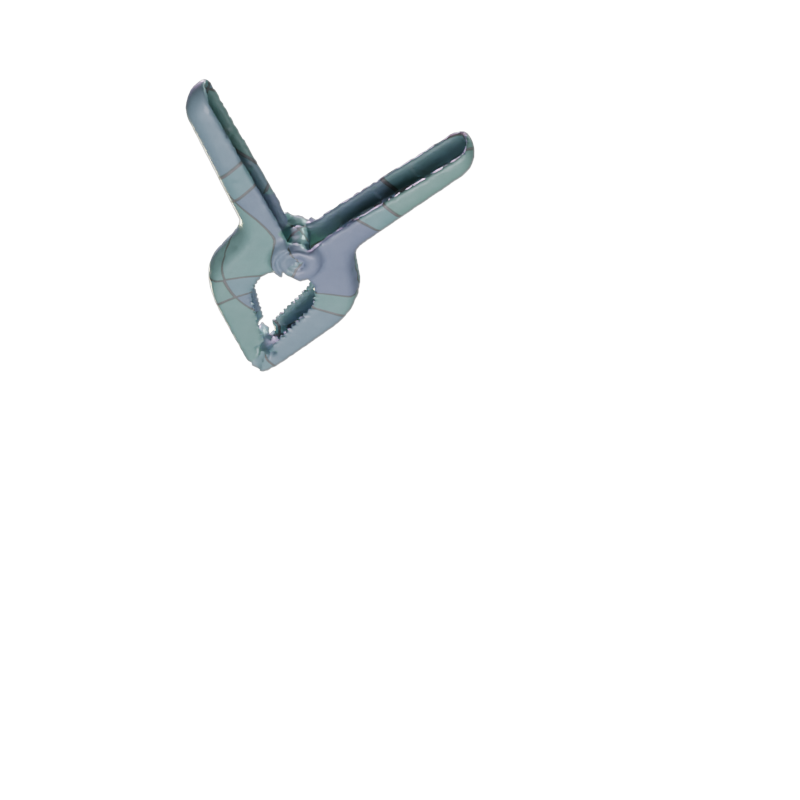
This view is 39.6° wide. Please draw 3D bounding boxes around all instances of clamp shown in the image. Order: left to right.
[{"bbox_3d":[-0.053,-0.096,0.674,0.163,0.039,0.197,7,-46,-7],"label":"clamp"}]
